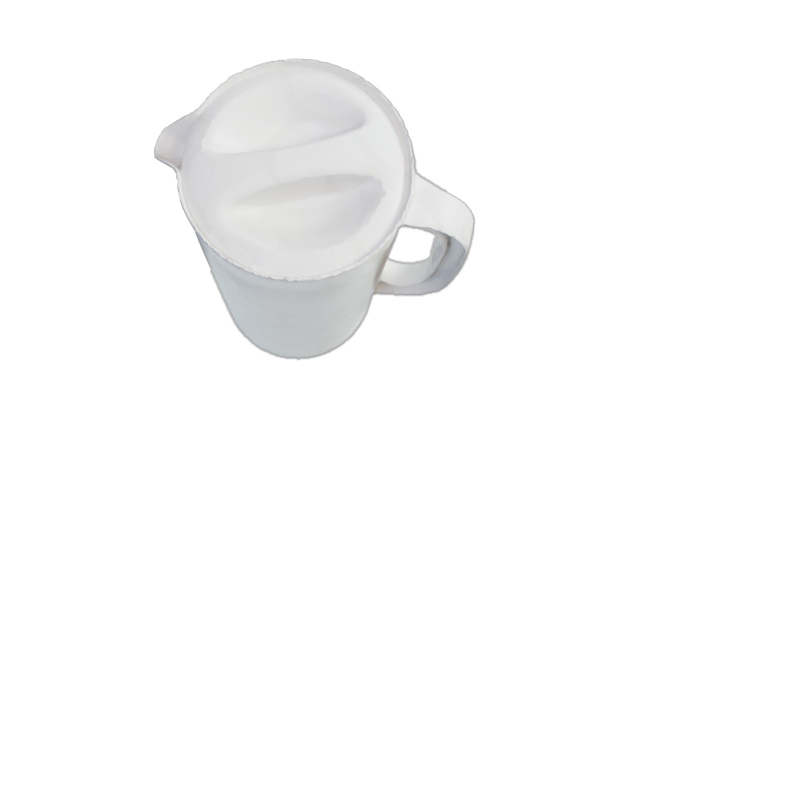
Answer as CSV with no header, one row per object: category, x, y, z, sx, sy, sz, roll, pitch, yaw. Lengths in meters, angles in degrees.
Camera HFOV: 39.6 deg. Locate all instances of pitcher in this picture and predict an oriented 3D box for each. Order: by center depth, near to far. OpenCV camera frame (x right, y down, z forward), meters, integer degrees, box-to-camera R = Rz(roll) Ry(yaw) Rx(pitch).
pitcher,-0.056,-0.102,0.716,0.145,0.155,0.234,-30,-11,-10
